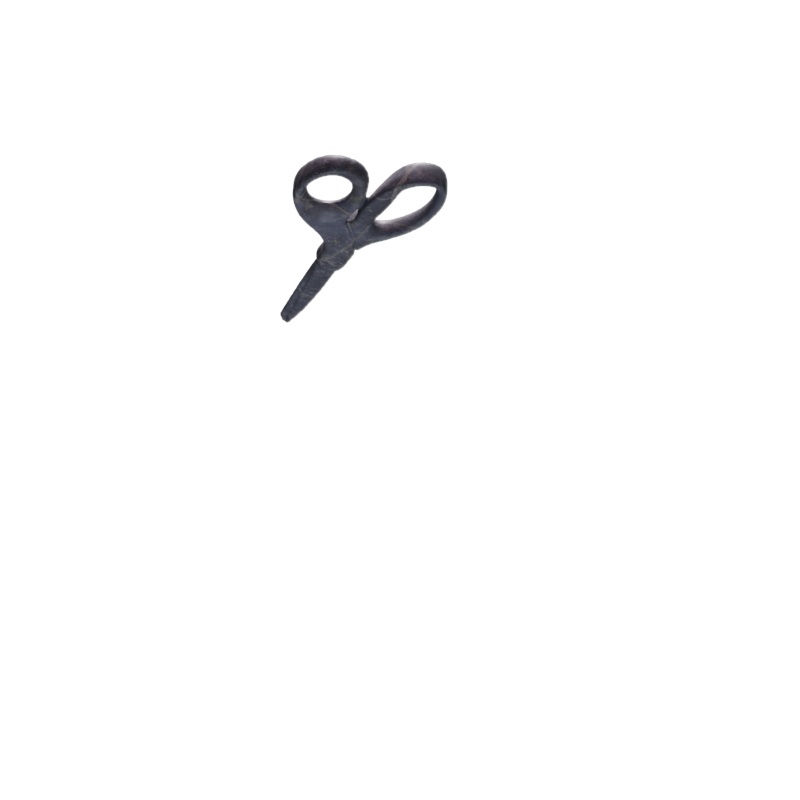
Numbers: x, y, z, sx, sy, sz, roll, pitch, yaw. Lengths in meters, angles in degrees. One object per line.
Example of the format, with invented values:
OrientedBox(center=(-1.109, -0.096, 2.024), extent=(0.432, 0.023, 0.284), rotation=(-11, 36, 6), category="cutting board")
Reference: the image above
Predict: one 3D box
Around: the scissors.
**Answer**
OrientedBox(center=(-0.054, -0.098, 0.684), extent=(0.091, 0.017, 0.201), rotation=(18, -30, -34), category="scissors")
